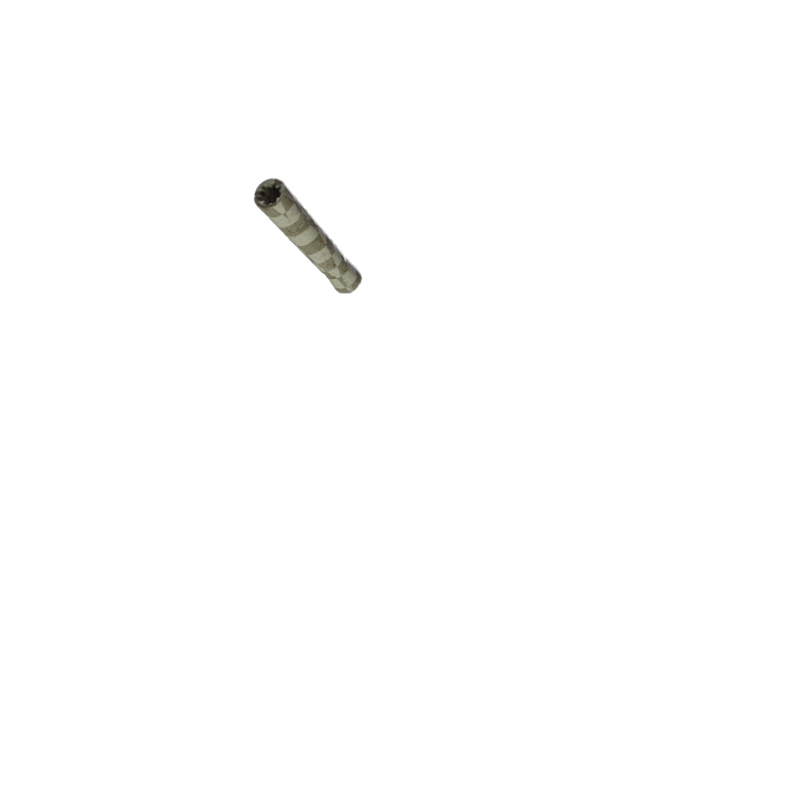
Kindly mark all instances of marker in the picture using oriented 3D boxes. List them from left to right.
[{"bbox_3d":[-0.050,-0.091,0.635,0.020,0.021,0.113,2,-19,22],"label":"marker"}]
